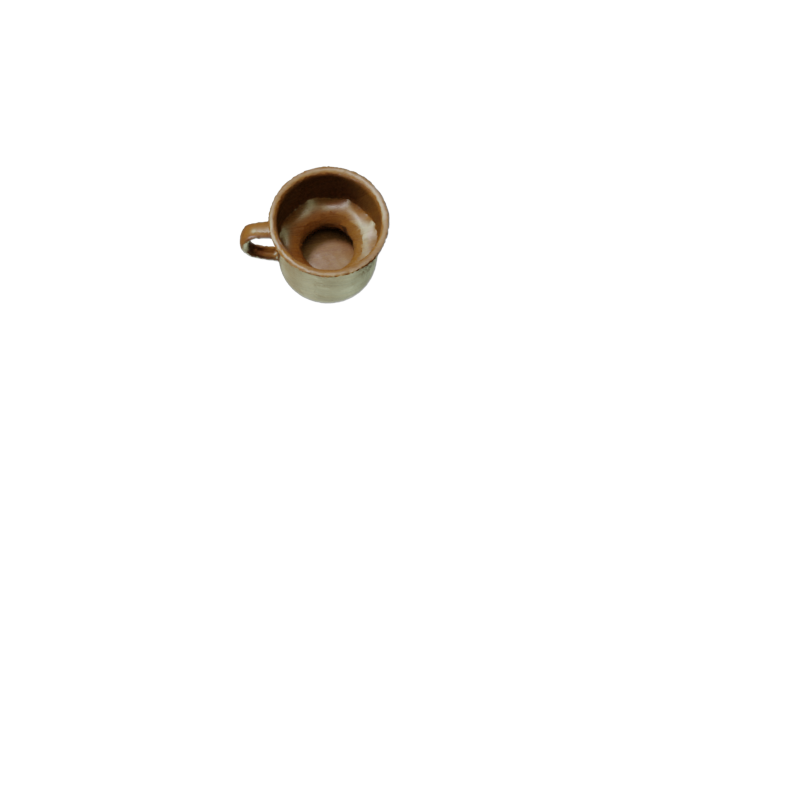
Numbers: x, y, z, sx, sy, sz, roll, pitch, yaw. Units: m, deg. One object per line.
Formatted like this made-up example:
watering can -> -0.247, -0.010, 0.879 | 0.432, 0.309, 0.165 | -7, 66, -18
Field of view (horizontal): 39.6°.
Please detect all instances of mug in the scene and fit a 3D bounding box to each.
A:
mug -> -0.069, -0.126, 0.885 | 0.117, 0.098, 0.078 | -4, -19, -3
